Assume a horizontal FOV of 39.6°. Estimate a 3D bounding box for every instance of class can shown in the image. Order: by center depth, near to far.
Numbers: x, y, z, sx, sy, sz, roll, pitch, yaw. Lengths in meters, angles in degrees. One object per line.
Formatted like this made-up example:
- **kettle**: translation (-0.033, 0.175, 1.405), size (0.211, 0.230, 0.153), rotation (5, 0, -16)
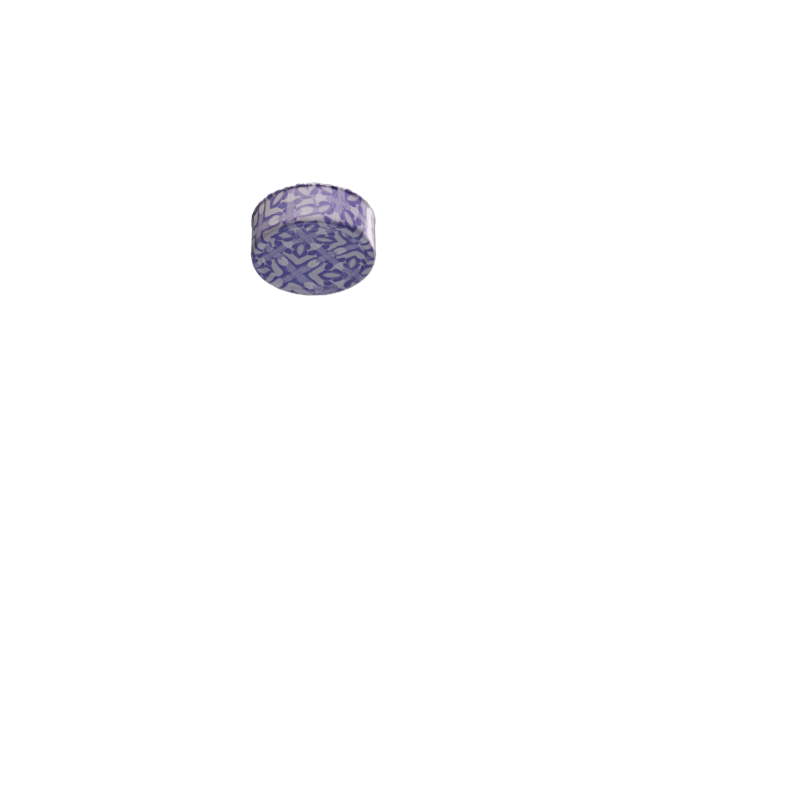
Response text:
- **can**: translation (-0.059, -0.108, 0.753), size (0.086, 0.036, 0.080), rotation (1, -32, -2)
